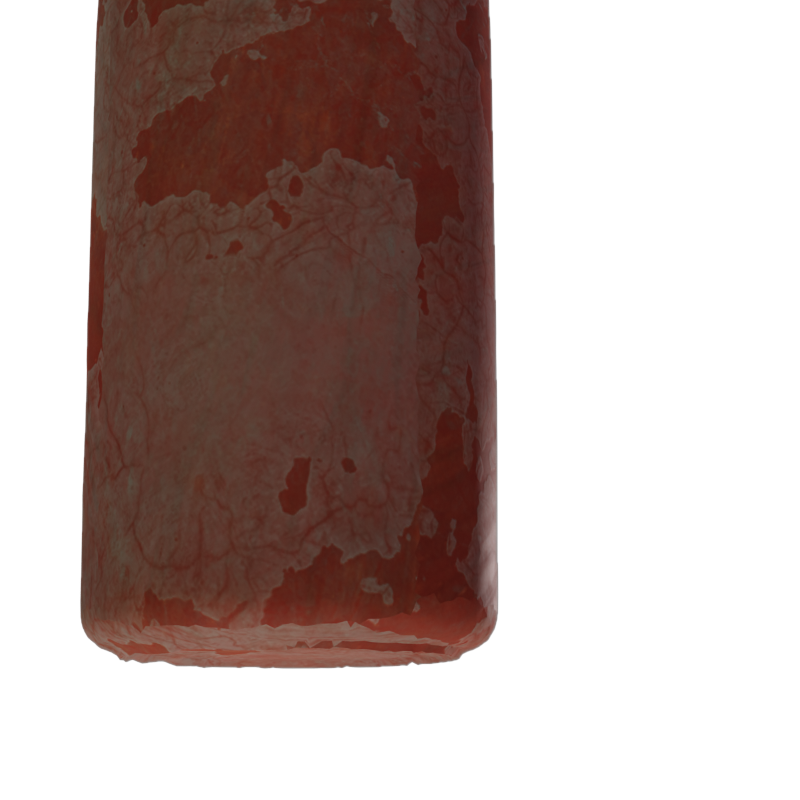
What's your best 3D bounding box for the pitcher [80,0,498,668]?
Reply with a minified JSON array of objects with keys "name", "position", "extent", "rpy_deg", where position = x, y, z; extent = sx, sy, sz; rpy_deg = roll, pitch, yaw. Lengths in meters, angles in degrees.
[{"name":"pitcher","position":[-0.027,-0.049,0.342],"extent":[0.146,0.256,0.141],"rpy_deg":[5,-22,-16]}]
